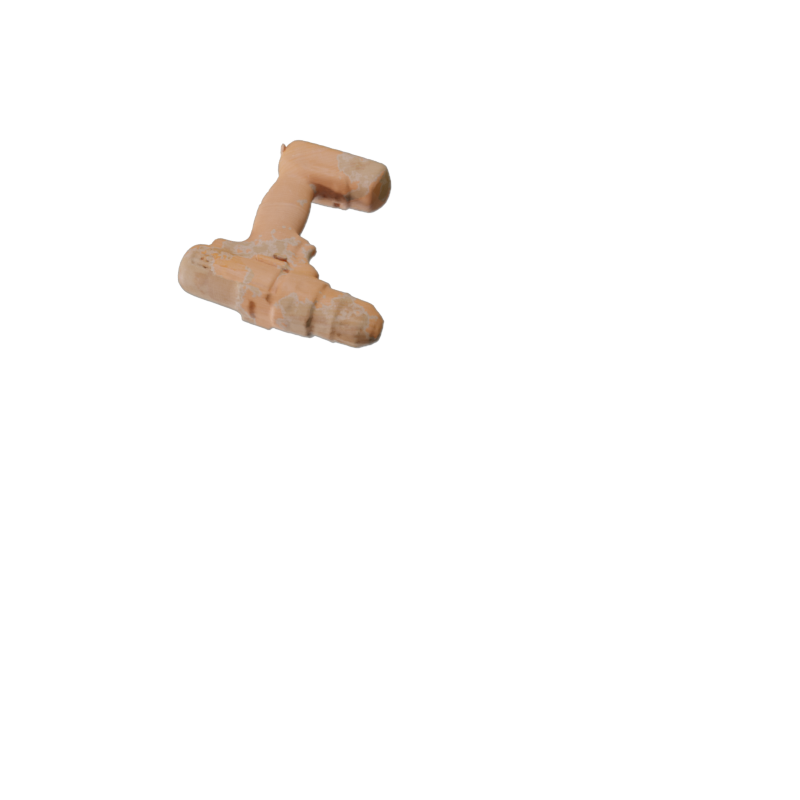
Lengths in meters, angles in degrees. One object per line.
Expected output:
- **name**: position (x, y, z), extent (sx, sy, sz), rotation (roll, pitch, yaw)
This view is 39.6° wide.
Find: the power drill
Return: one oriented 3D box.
- **power drill**: position (-0.076, -0.138, 0.968), extent (0.190, 0.195, 0.053), rotation (18, -37, 14)
